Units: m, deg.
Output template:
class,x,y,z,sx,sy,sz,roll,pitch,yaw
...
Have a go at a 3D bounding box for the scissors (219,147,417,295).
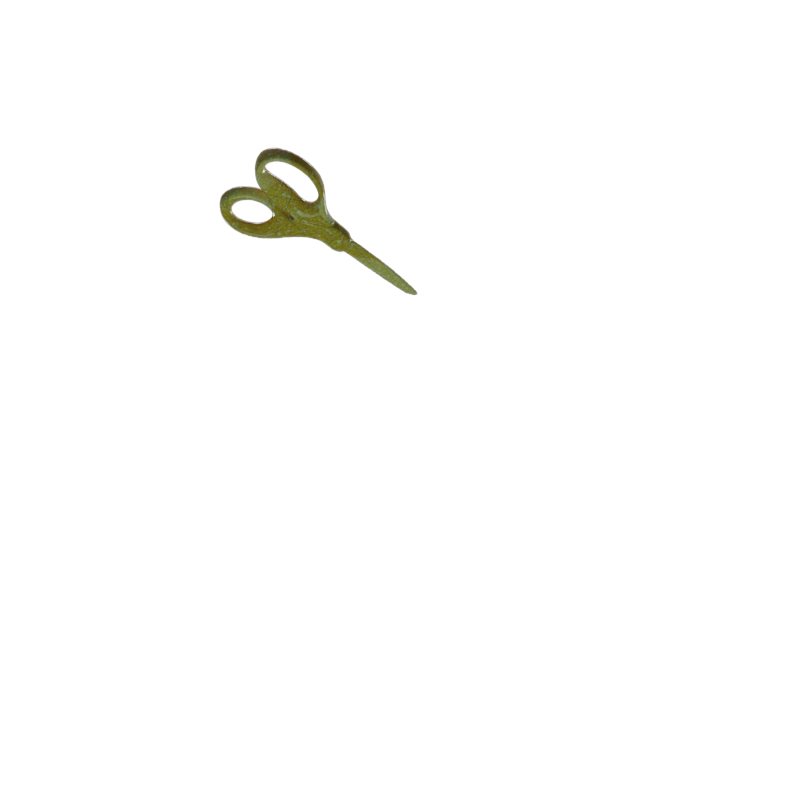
class,x,y,z,sx,sy,sz,roll,pitch,yaw
scissors,-0.072,-0.131,0.917,0.097,0.017,0.186,-19,-45,21
